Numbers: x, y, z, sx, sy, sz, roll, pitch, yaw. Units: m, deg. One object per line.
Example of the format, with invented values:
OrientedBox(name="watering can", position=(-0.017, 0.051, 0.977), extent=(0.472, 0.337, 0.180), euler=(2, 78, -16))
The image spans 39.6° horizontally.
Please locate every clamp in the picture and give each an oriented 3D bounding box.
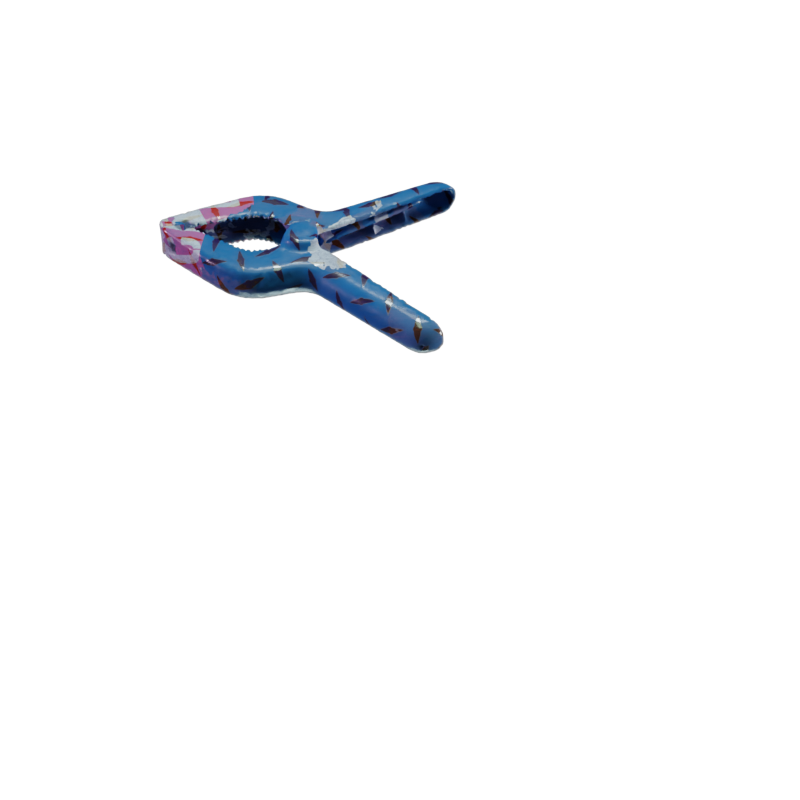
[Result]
OrientedBox(name="clamp", position=(-0.061, -0.110, 0.773), extent=(0.214, 0.034, 0.173), euler=(10, 44, 10))
